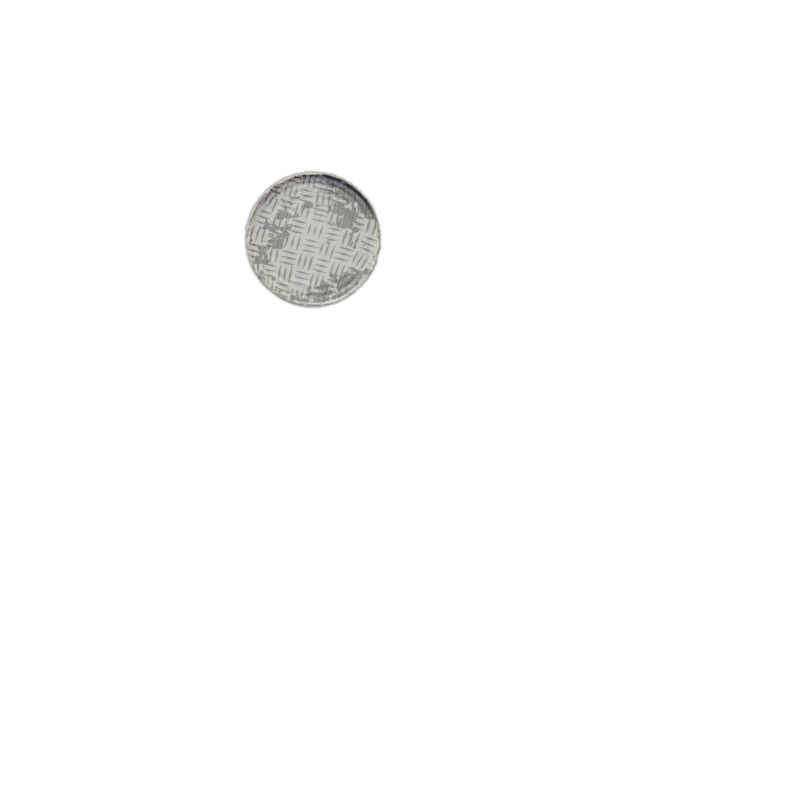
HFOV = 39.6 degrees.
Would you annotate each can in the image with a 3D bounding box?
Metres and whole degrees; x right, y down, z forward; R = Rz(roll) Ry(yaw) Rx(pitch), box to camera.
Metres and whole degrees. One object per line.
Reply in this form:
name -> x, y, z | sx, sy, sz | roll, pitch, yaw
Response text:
can -> -0.056, -0.103, 0.719 | 0.086, 0.087, 0.033 | 0, -5, -1
